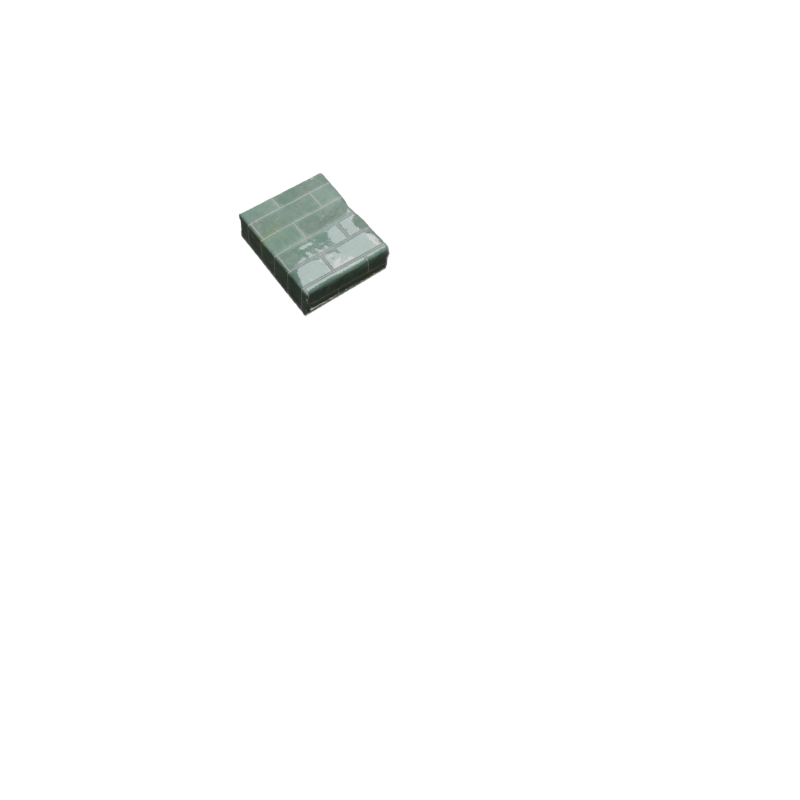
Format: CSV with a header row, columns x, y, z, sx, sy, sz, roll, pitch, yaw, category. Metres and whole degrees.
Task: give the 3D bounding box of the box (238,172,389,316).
x,y,z,sx,sy,sz,roll,pitch,yaw,category
-0.063,-0.115,0.804,0.073,0.095,0.028,-30,-29,-19,box
